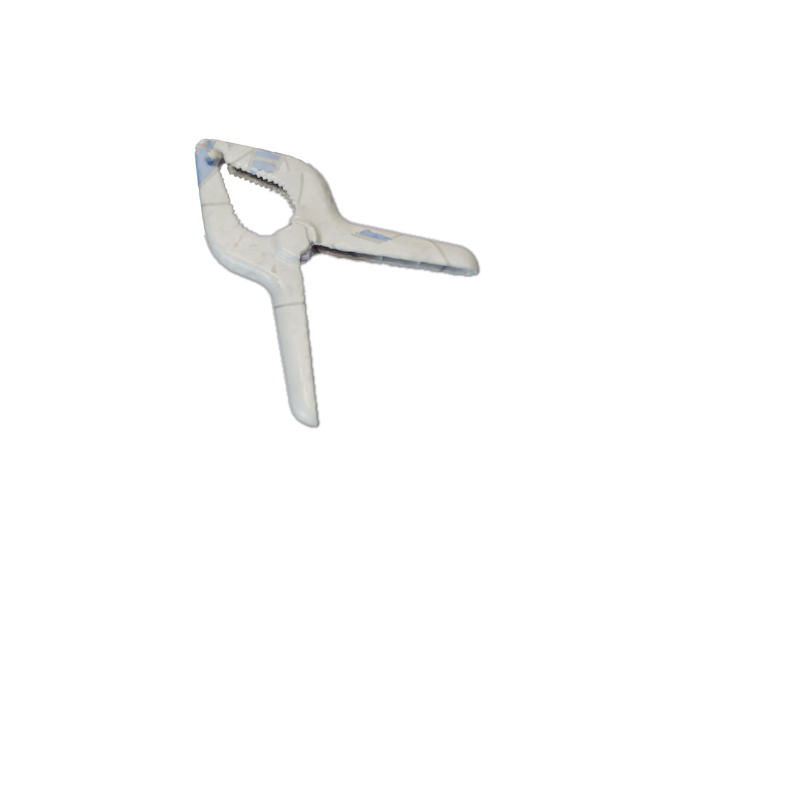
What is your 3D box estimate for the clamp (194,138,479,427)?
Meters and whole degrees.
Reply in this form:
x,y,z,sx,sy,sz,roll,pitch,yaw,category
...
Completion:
x,y,z,sx,sy,sz,roll,pitch,yaw,category
-0.060,-0.110,0.772,0.165,0.218,0.035,-36,-14,-10,clamp
